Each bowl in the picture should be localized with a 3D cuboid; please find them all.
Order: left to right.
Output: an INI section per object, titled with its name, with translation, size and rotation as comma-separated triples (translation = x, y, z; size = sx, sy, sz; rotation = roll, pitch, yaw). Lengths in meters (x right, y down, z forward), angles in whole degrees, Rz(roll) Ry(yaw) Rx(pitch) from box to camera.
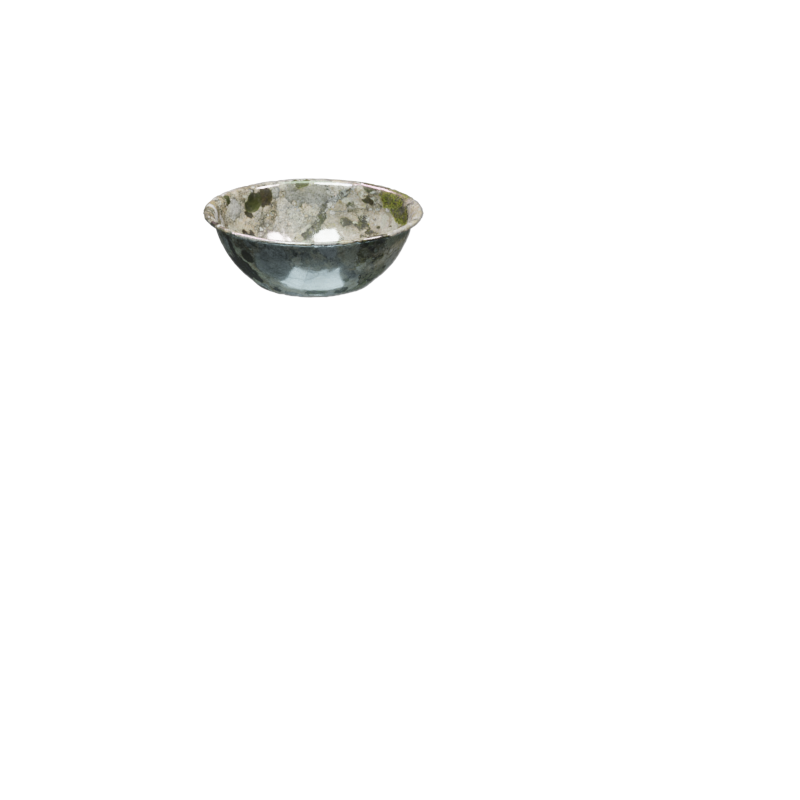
[bowl]
translation = -0.065, -0.118, 0.824
size = 0.162, 0.052, 0.170
rotation = -1, 25, -2
